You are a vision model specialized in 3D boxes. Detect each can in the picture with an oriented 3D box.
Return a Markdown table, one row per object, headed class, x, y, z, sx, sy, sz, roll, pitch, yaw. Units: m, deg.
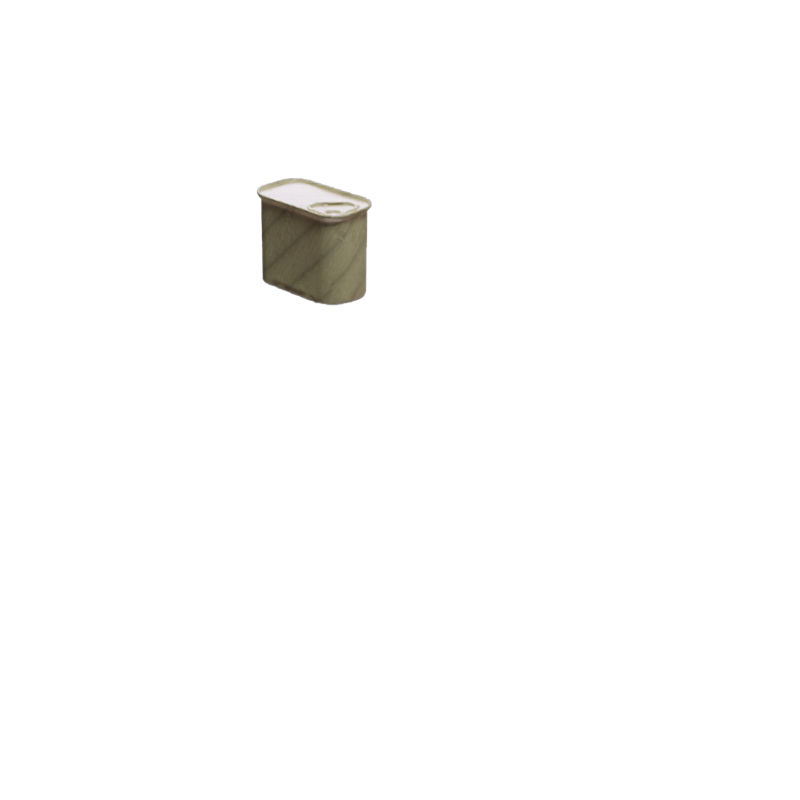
| class | x | y | z | sx | sy | sz | roll | pitch | yaw |
| --- | --- | --- | --- | --- | --- | --- | --- | --- | --- |
| can | -0.074 | -0.135 | 0.946 | 0.108 | 0.080 | 0.057 | 23 | 32 | 38 |
